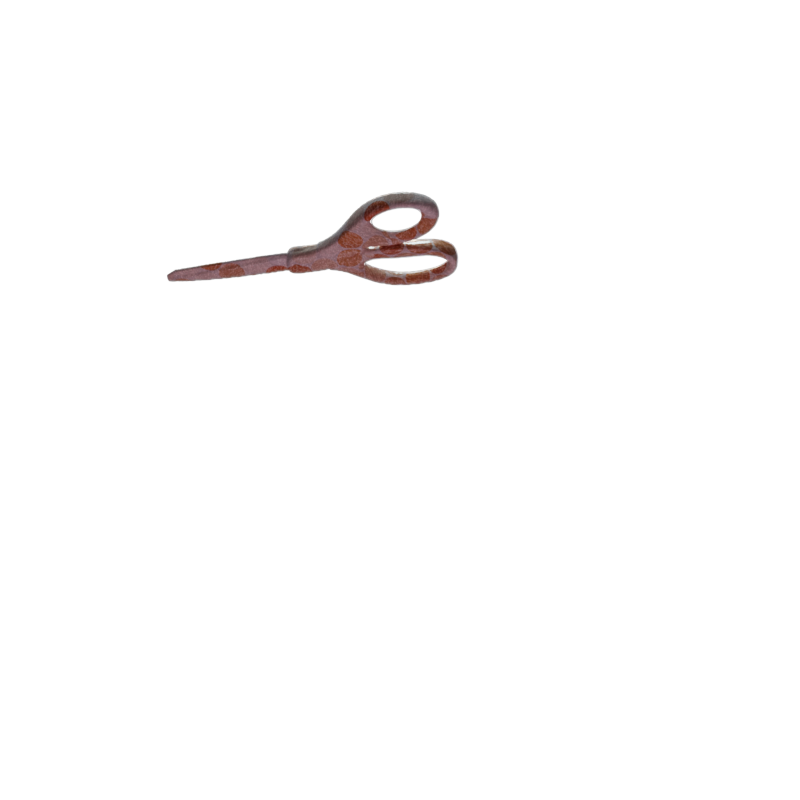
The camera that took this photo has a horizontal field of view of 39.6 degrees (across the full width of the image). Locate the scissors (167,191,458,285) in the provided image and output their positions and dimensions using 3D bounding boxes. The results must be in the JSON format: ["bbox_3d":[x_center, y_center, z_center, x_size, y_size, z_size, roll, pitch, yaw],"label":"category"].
[{"bbox_3d":[-0.059,-0.107,0.752,0.201,0.017,0.090,2,-35,-3],"label":"scissors"}]
